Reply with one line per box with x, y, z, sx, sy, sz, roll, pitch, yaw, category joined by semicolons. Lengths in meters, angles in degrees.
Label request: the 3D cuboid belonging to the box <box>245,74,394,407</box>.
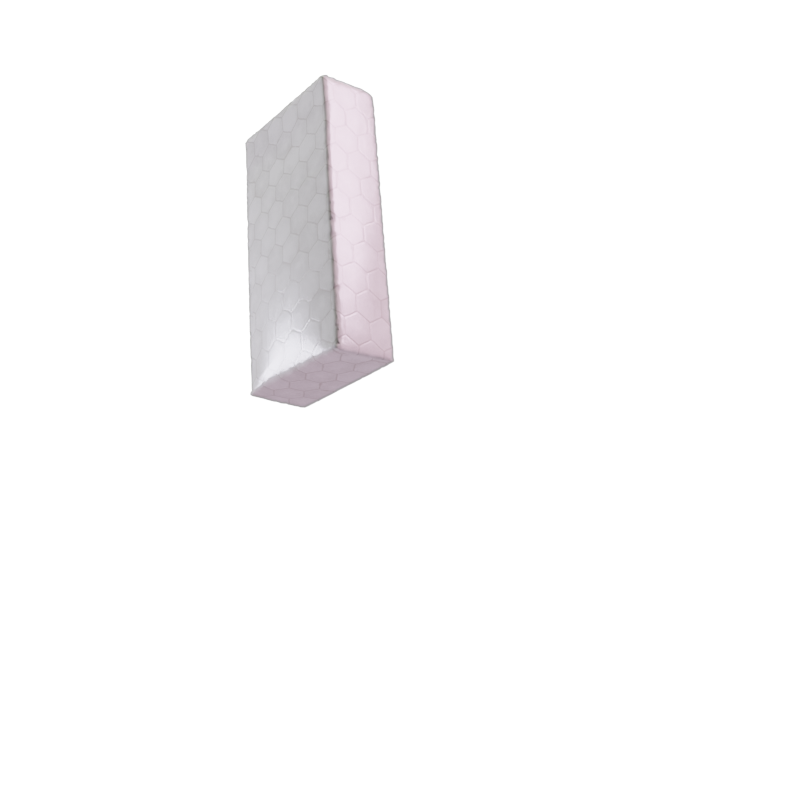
-0.051;-0.094;0.660;0.046;0.186;0.093;17;-31;-34;box
